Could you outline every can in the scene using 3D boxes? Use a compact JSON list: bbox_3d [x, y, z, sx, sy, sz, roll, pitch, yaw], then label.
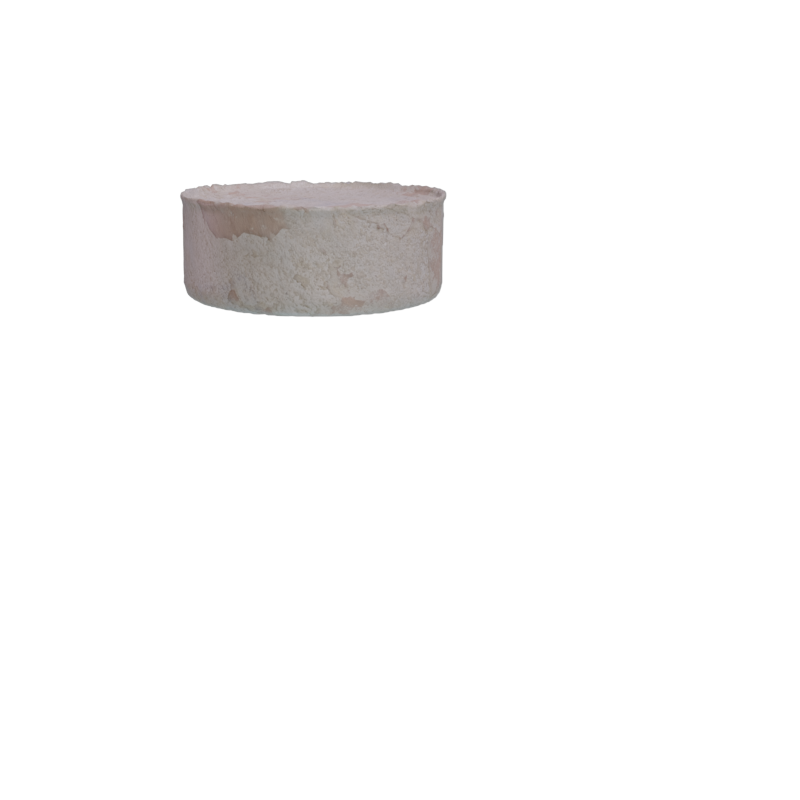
[{"bbox_3d":[-0.028,-0.052,0.361,0.086,0.033,0.088,0,15,-2],"label":"can"}]
